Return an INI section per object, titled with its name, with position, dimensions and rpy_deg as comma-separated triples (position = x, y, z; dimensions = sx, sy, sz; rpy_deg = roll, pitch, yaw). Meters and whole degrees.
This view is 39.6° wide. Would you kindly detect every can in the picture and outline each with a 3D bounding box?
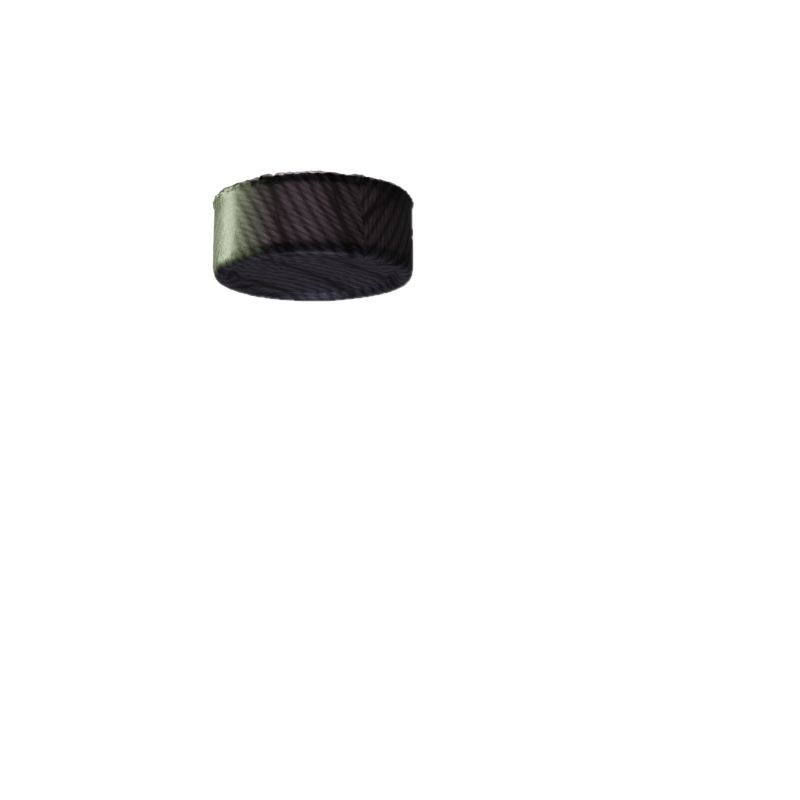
[can]
position = -0.037, -0.067, 0.469
dimensions = 0.086, 0.035, 0.083
rpy_deg = 0, -9, -2
